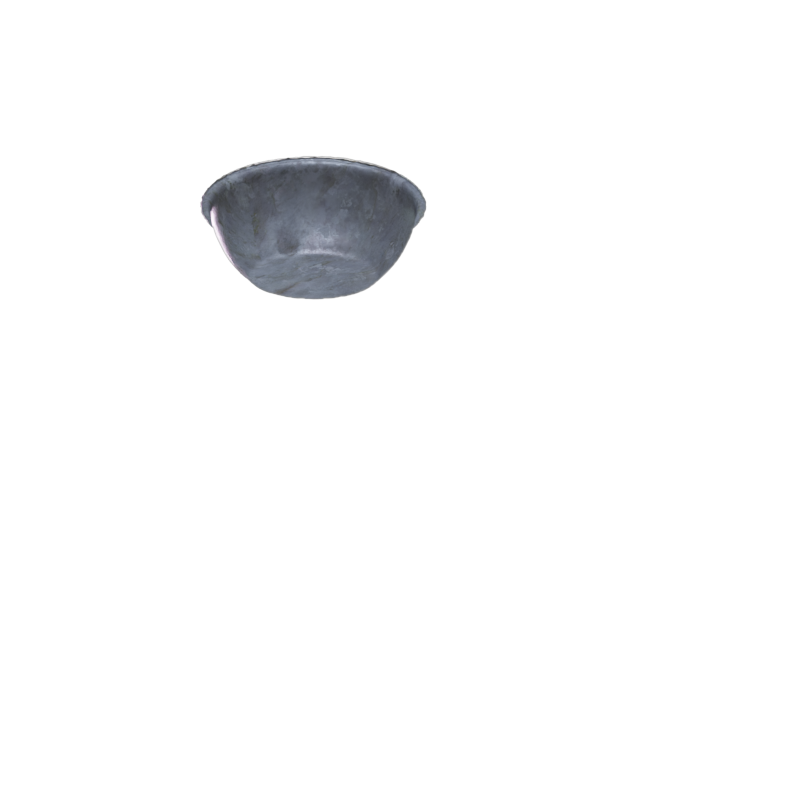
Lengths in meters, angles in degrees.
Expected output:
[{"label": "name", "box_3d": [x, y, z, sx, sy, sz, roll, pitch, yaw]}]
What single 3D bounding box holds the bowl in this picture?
[{"label": "bowl", "box_3d": [-0.061, -0.112, 0.785, 0.162, 0.058, 0.155, 0, -16, -2]}]
